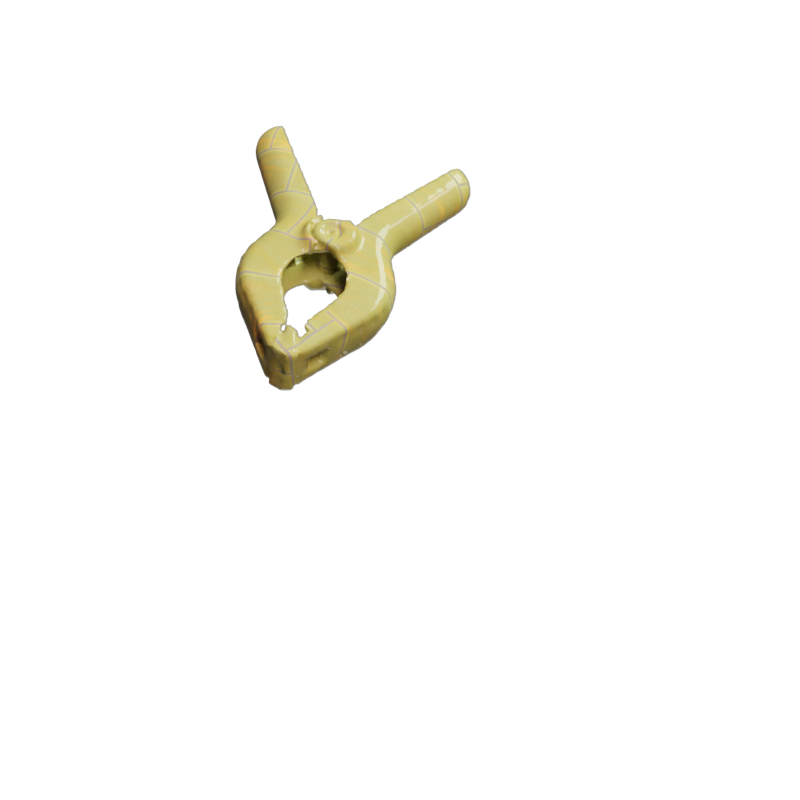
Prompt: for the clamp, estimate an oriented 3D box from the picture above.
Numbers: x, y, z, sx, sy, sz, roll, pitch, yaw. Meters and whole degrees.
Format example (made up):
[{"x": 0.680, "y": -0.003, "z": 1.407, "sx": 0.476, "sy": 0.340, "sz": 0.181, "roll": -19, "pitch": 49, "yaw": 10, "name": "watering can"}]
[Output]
[{"x": -0.045, "y": -0.081, "z": 0.570, "sx": 0.124, "sy": 0.036, "sz": 0.178, "roll": 16, "pitch": 46, "yaw": 16, "name": "clamp"}]
